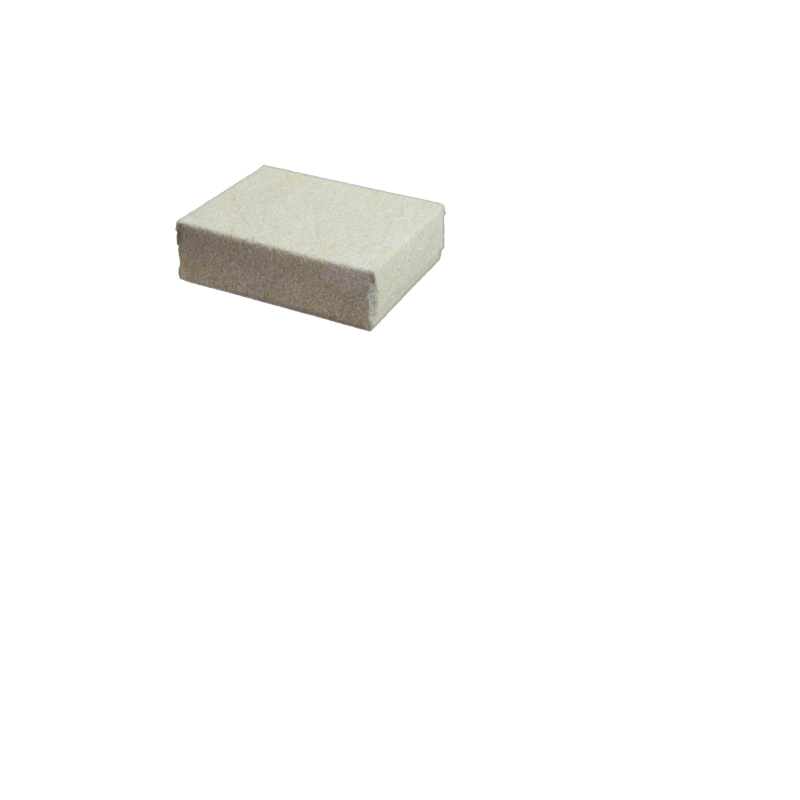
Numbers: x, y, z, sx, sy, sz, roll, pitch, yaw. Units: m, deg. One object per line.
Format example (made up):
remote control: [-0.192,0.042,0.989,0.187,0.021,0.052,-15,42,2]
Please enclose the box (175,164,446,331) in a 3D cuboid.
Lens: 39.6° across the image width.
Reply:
box: [-0.045,-0.082,0.572,0.118,0.037,0.091,14,32,22]
